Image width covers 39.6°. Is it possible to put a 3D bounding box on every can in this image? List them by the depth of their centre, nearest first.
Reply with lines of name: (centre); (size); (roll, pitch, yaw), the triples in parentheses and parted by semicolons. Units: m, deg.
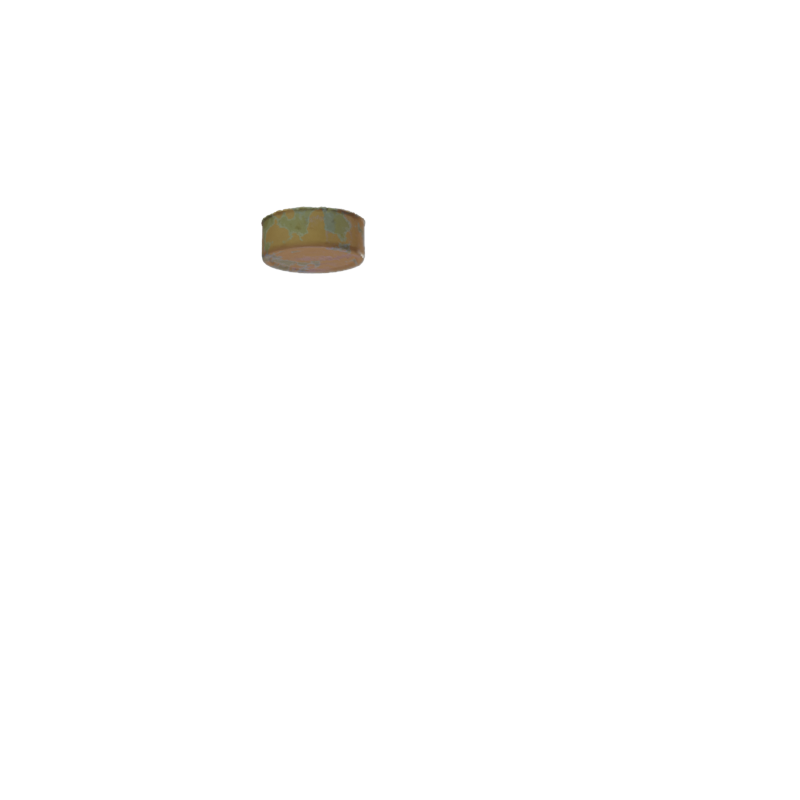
can: (-0.071, -0.130, 0.908); (0.086, 0.035, 0.083); (0, -10, -2)
